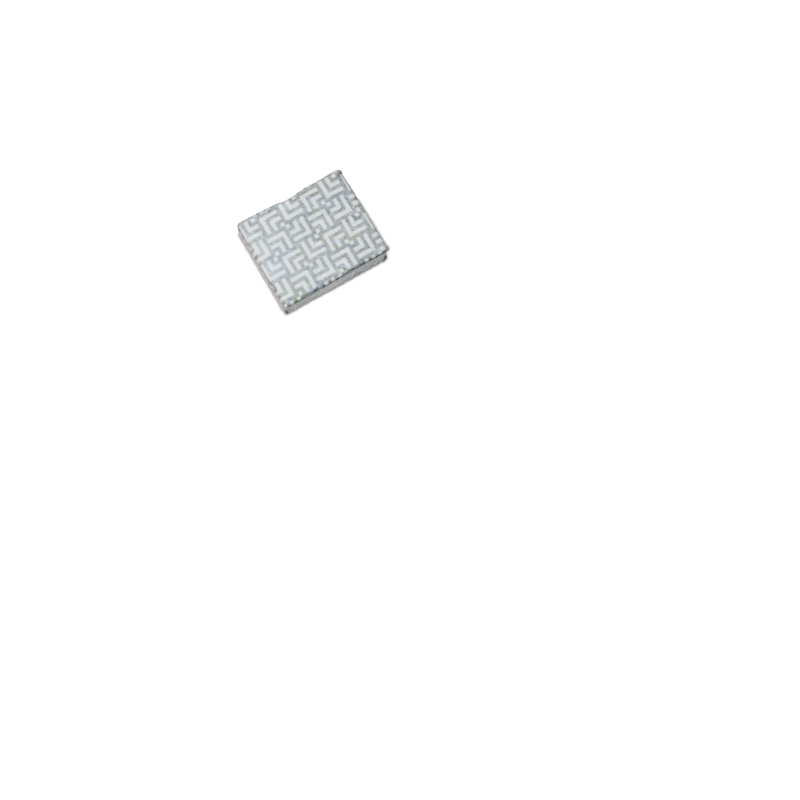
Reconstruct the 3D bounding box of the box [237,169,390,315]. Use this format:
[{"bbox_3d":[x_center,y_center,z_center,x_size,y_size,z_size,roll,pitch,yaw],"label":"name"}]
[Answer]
[{"bbox_3d":[-0.064,-0.116,0.814,0.089,0.076,0.029,-29,-14,-8],"label":"box"}]
